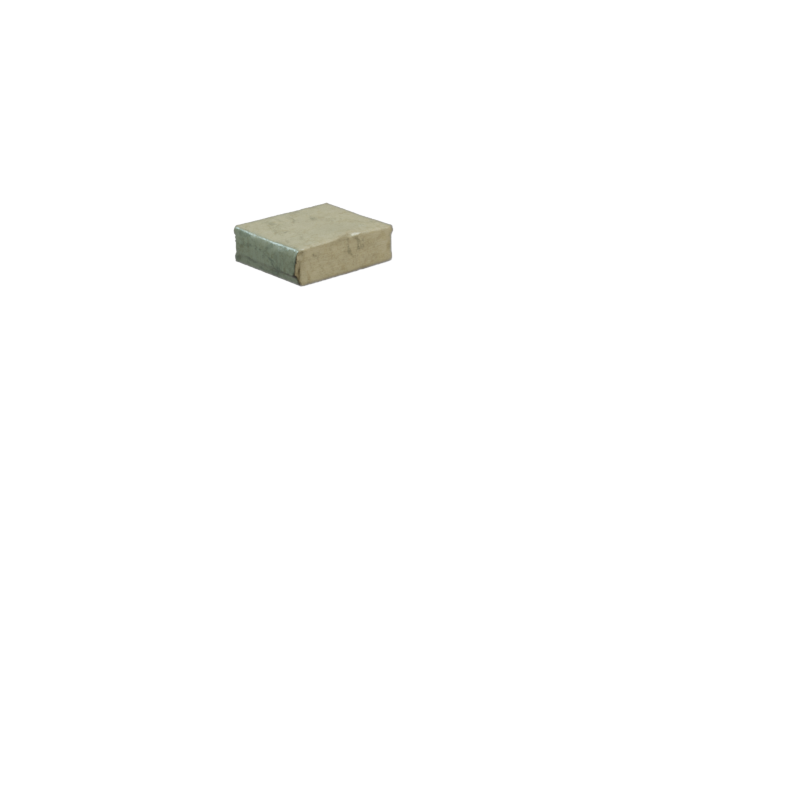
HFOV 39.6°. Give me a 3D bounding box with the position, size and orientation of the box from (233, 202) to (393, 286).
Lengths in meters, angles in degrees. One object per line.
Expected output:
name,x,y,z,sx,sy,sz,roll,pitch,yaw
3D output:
box,-0.061,-0.112,0.783,0.088,0.029,0.078,-20,32,-37
